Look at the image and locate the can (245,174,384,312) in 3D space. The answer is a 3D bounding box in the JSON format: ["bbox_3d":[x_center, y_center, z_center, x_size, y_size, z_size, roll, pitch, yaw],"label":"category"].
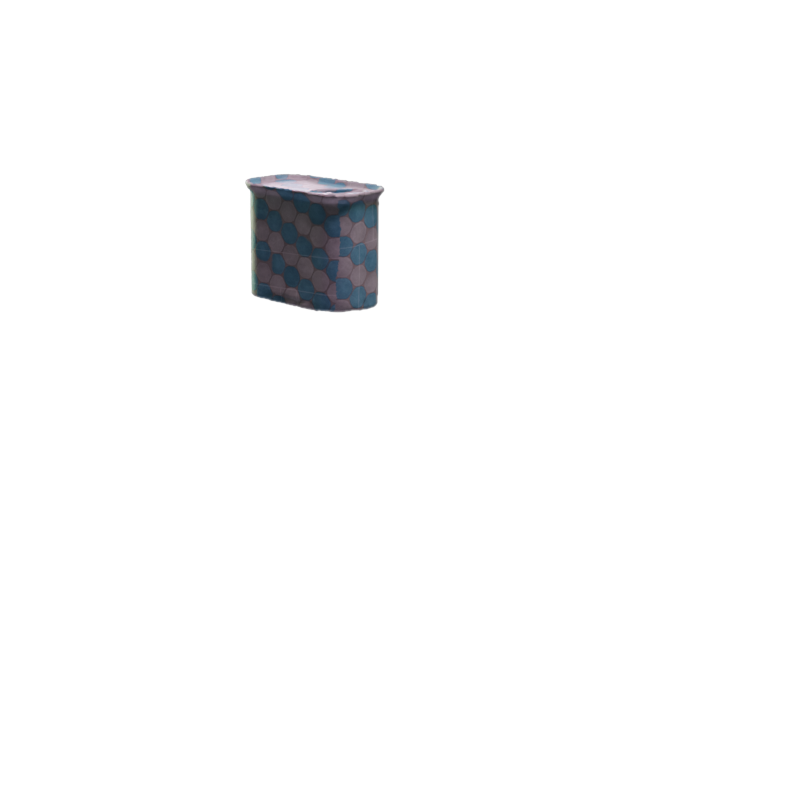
[{"bbox_3d":[-0.061,-0.112,0.783,0.107,0.081,0.056,15,20,40],"label":"can"}]
